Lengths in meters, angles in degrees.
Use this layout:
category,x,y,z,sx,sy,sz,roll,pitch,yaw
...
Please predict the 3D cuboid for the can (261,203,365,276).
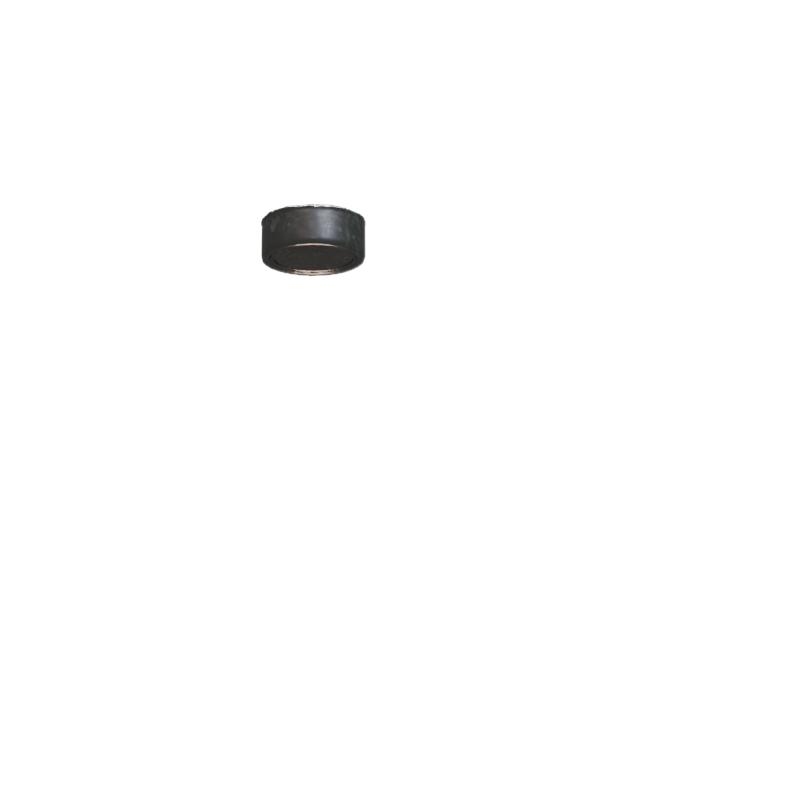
category,x,y,z,sx,sy,sz,roll,pitch,yaw
can,-0.071,-0.129,0.903,0.086,0.035,0.083,0,-13,-2
